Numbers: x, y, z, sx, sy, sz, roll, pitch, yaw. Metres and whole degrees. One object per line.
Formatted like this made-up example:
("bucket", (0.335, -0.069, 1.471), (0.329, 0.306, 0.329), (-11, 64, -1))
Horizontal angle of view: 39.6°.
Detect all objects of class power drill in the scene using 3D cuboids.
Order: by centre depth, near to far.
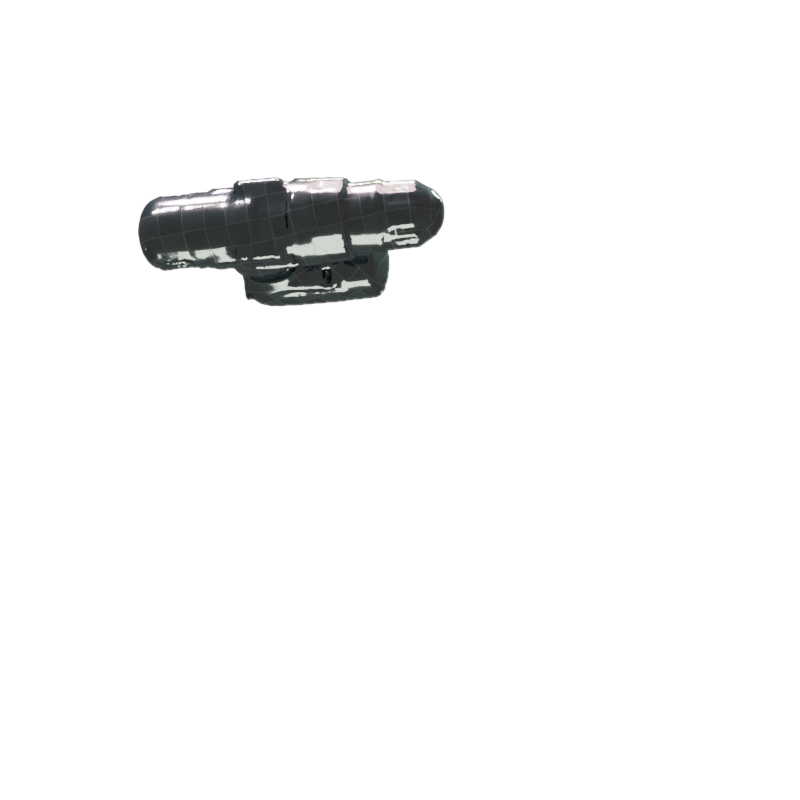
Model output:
("power drill", (-0.057, -0.104, 0.726), (0.187, 0.059, 0.181), (-1, -5, 10))
